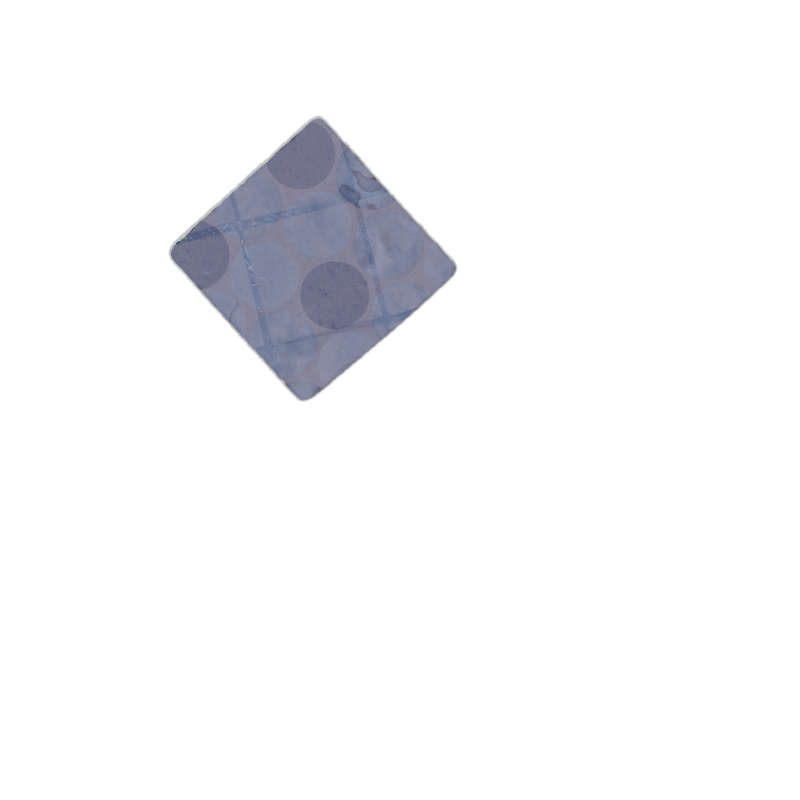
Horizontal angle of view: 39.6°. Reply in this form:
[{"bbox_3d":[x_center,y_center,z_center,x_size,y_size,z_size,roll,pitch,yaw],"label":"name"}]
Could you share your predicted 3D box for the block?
[{"bbox_3d":[-0.045,-0.081,0.568,0.090,0.089,0.211,-41,11,5],"label":"block"}]
